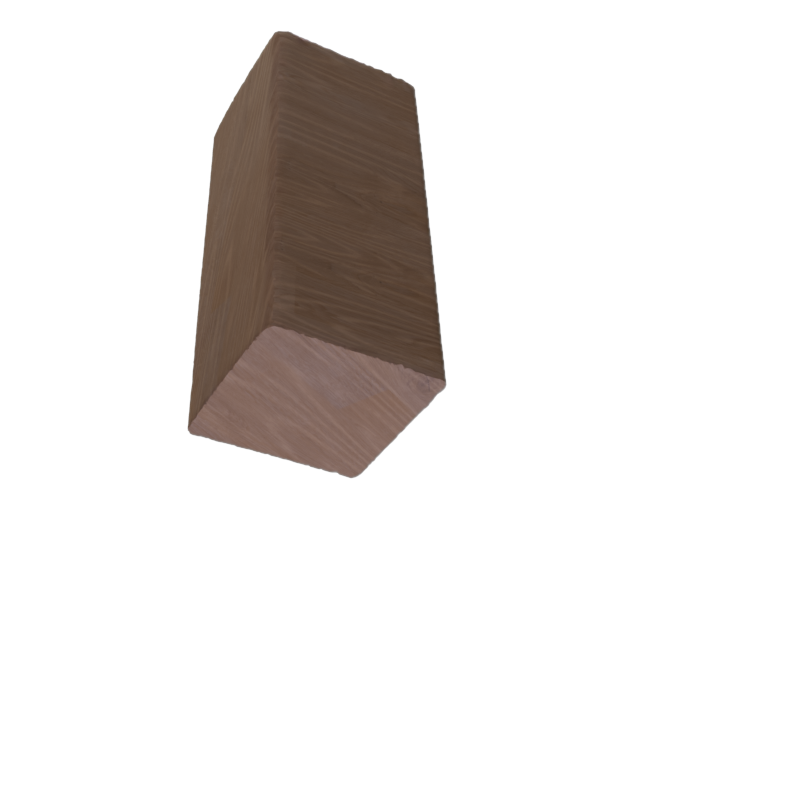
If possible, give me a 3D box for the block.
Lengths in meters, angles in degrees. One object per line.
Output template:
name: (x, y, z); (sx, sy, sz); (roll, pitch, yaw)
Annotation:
block: (-0.044, -0.081, 0.565); (0.087, 0.221, 0.087); (18, -45, -23)
